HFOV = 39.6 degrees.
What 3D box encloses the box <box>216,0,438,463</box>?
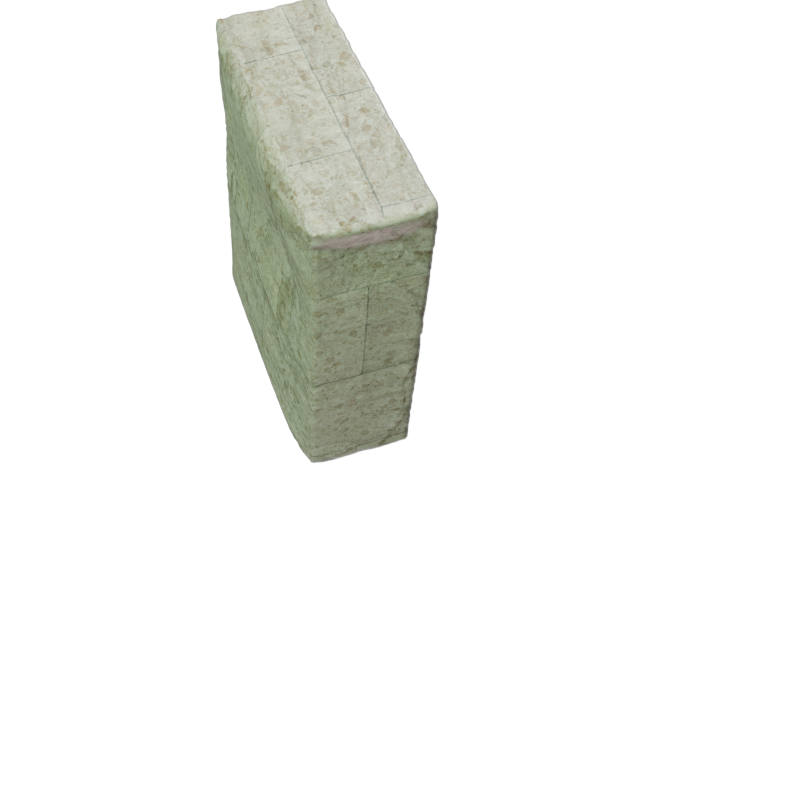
[{"bbox_3d":[-0.049,-0.089,0.625,0.071,0.177,0.200,-15,-33,-14],"label":"box"}]
